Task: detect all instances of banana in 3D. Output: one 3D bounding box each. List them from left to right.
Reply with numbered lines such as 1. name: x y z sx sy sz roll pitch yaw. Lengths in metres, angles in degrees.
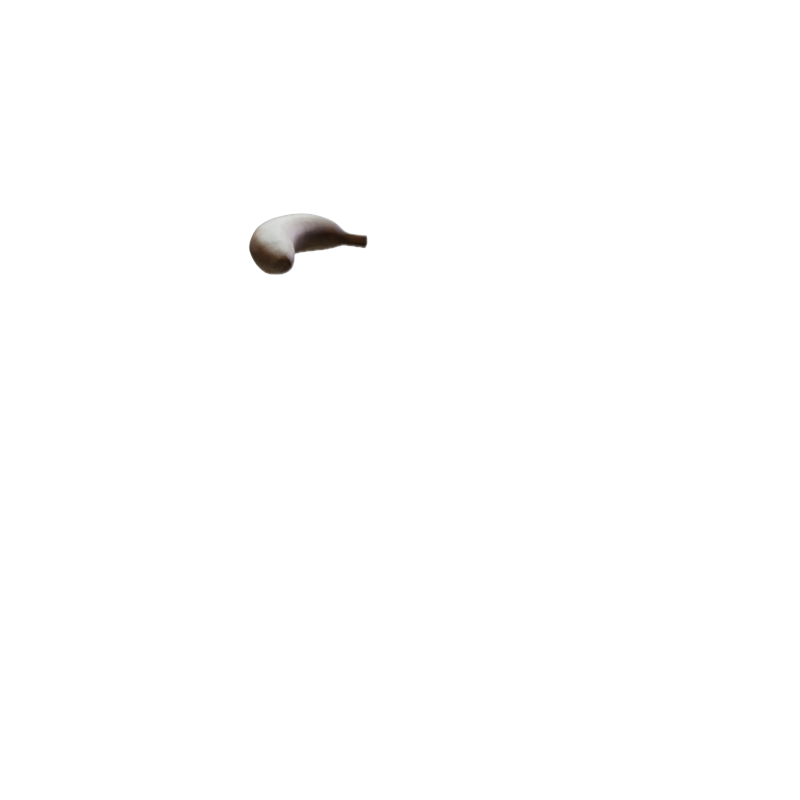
1. banana: -0.090 -0.138 0.954 0.071 0.036 0.198 5 16 18
